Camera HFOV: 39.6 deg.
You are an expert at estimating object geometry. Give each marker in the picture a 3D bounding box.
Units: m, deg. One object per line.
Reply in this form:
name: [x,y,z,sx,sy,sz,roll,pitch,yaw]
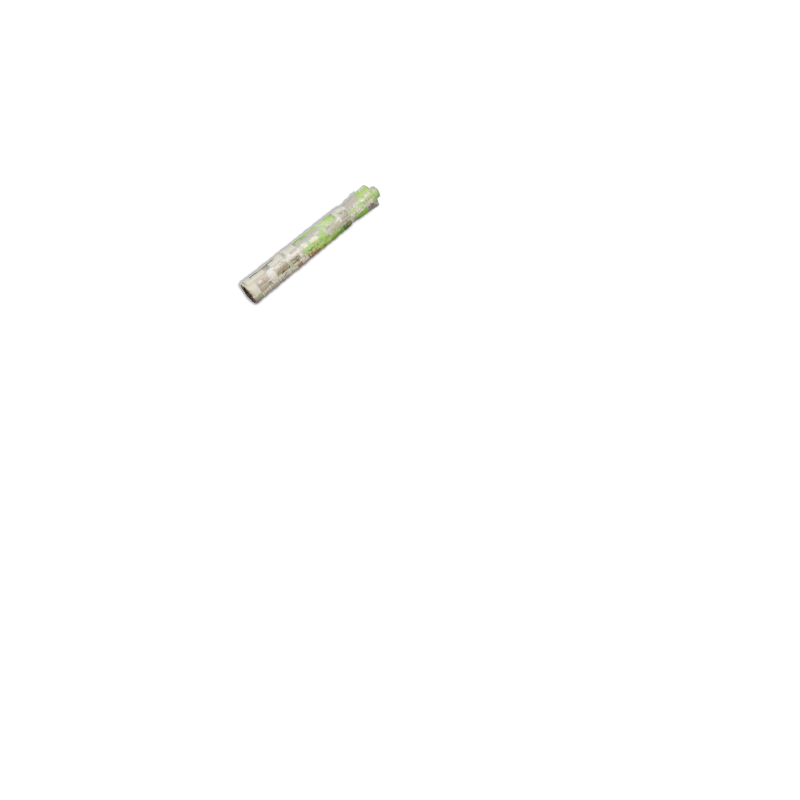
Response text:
marker: [-0.061,-0.112,0.784,0.122,0.019,0.020,-41,16,-14]
